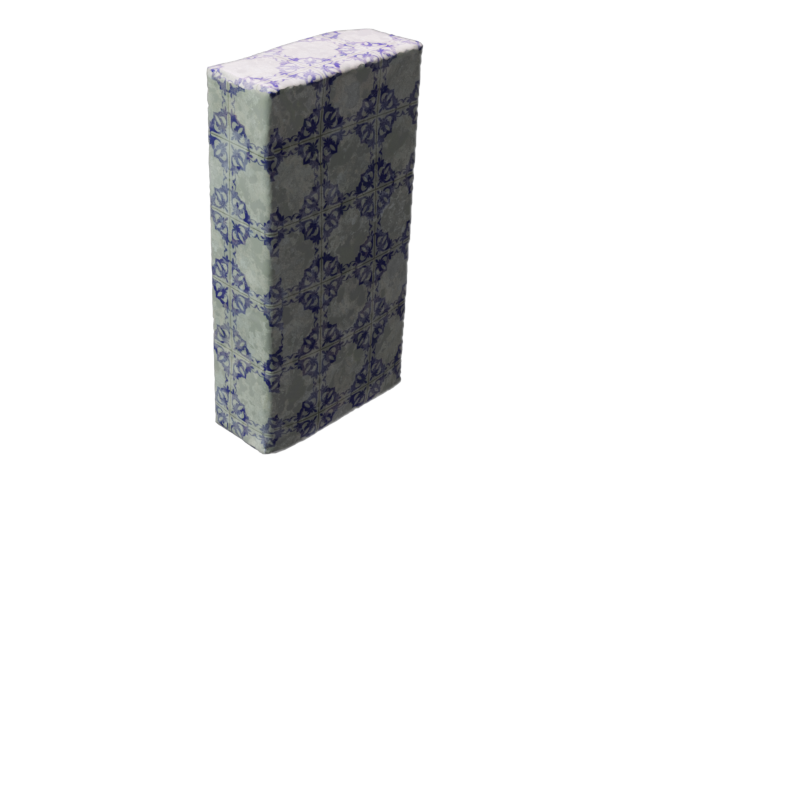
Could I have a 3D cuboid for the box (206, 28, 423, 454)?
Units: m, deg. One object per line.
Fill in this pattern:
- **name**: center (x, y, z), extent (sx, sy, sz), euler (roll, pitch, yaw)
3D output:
- **box**: center (-0.039, -0.071, 0.496), extent (0.051, 0.166, 0.093), euler (24, 35, 36)
